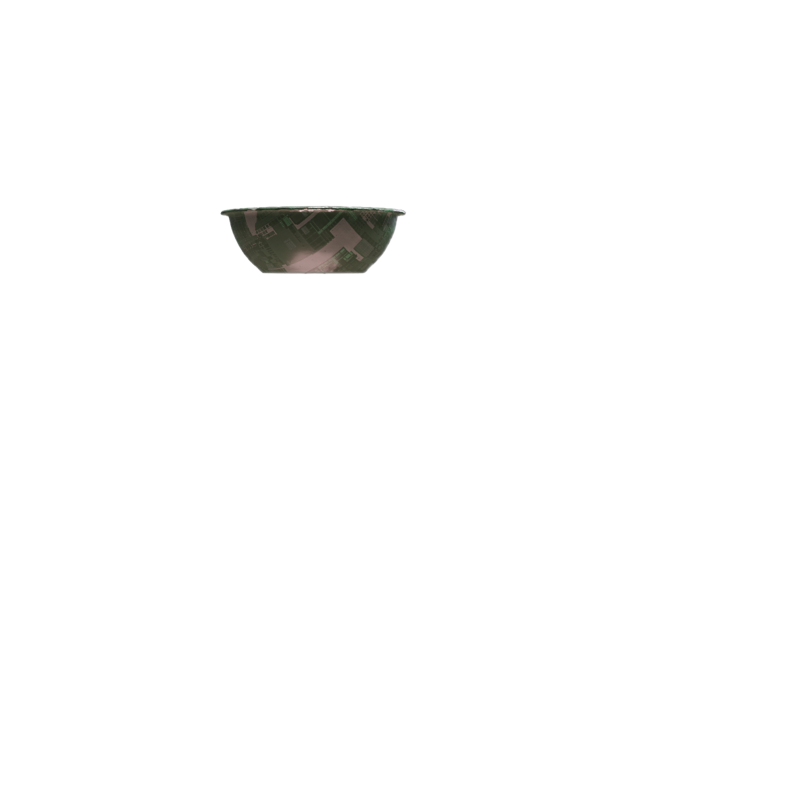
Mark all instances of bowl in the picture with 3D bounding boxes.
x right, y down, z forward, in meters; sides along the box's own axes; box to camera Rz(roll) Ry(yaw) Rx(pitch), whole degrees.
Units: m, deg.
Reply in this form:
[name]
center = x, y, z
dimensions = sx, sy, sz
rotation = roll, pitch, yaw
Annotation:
[bowl]
center = -0.076, -0.138, 0.967
dimensions = 0.162, 0.055, 0.164
rotation = 0, 6, -2
